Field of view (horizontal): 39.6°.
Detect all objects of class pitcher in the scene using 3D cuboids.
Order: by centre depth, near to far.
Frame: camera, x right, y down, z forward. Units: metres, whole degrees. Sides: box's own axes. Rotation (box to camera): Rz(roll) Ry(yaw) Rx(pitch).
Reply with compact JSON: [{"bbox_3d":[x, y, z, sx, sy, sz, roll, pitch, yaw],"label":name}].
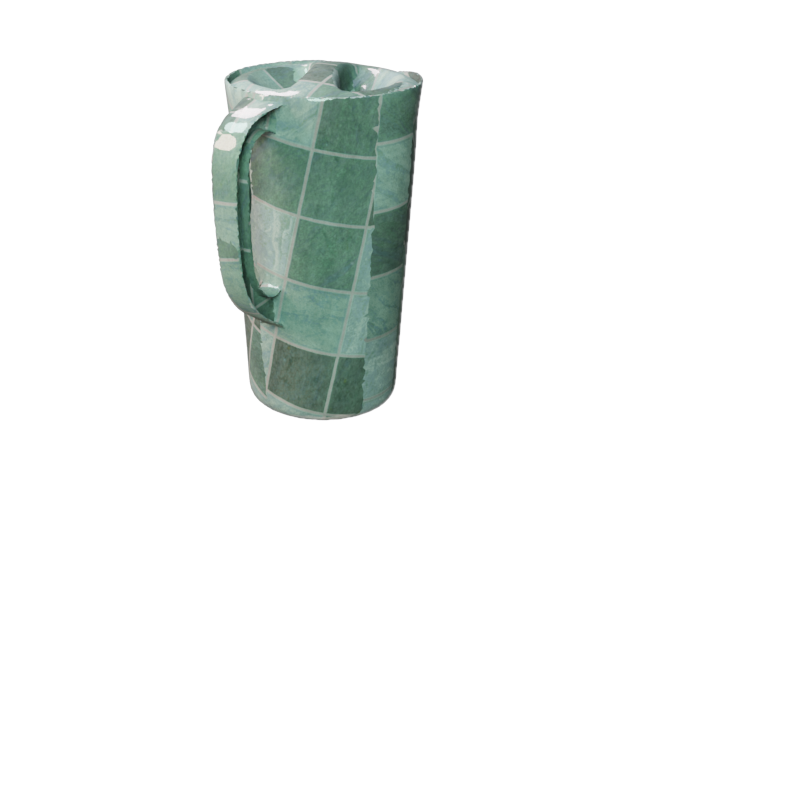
[{"bbox_3d":[-0.061,-0.111,0.775,0.147,0.232,0.154,-4,22,-12],"label":"pitcher"}]
